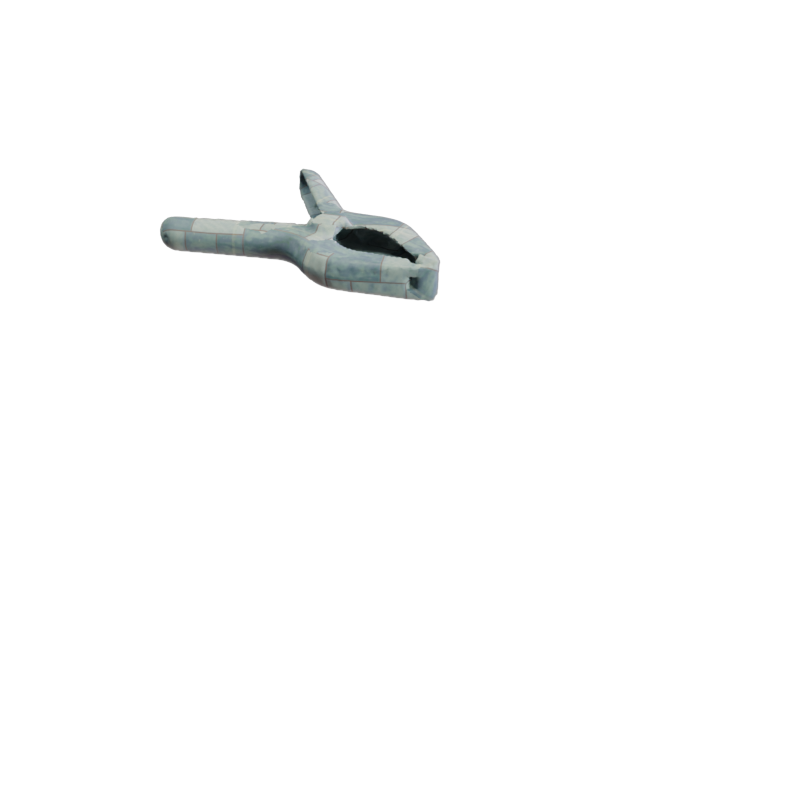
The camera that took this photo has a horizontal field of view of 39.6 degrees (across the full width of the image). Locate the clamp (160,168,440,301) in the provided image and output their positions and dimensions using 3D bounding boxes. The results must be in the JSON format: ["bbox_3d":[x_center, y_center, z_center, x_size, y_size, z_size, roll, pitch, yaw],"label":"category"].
[{"bbox_3d":[-0.064,-0.117,0.823,0.163,0.034,0.225,-25,39,-35],"label":"clamp"}]
